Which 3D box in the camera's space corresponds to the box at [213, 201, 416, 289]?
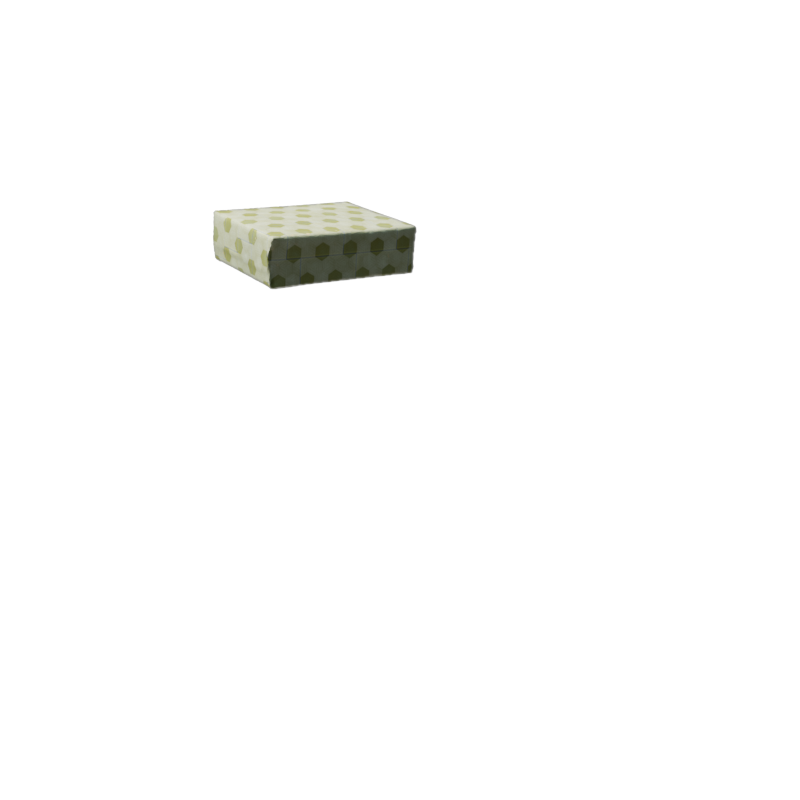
[{"bbox_3d":[-0.059,-0.108,0.759,0.111,0.037,0.095,-12,23,-30],"label":"box"}]
